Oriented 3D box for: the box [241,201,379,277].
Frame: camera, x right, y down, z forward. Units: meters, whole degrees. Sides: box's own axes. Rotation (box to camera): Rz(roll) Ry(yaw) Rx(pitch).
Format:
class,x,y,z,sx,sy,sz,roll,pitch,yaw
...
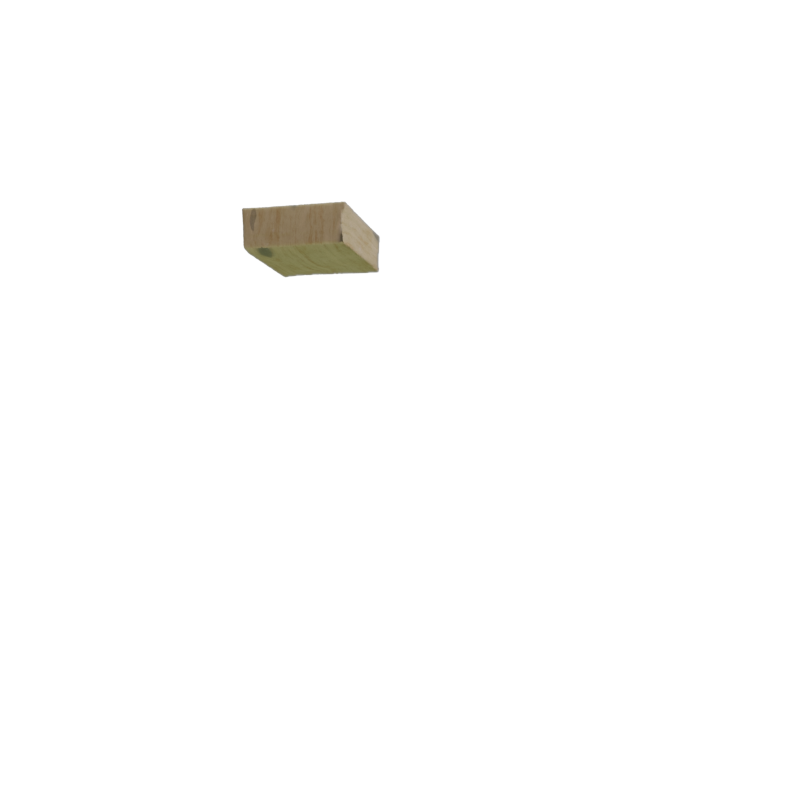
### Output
class,x,y,z,sx,sy,sz,roll,pitch,yaw
box,-0.074,-0.134,0.939,0.091,0.040,0.109,-2,-6,15
